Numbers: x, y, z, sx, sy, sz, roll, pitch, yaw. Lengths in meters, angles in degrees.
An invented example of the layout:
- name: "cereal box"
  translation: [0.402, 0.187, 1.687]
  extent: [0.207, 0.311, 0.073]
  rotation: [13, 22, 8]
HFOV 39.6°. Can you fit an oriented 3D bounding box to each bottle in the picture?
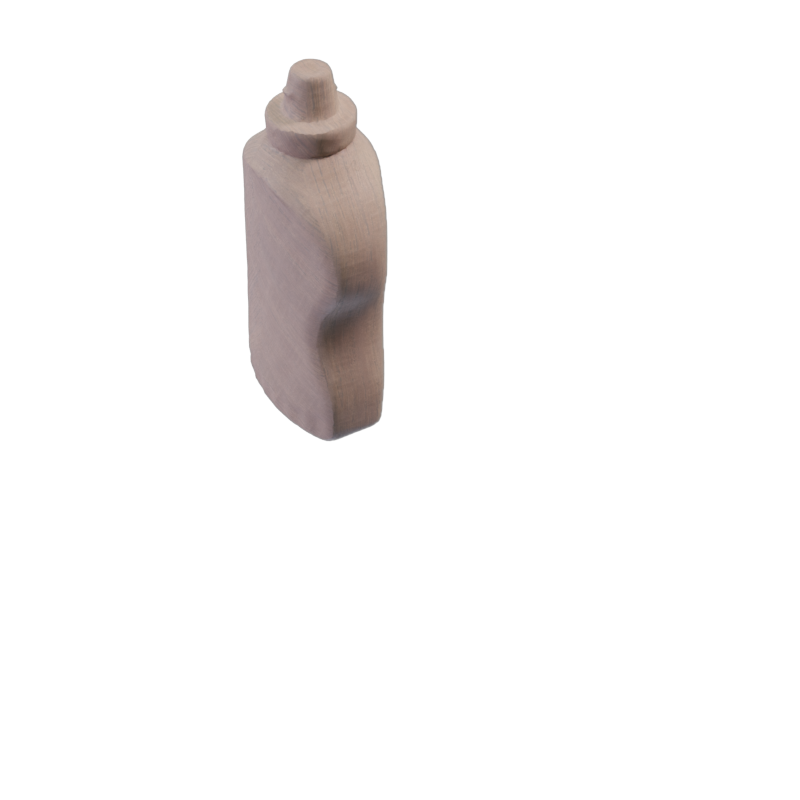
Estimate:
- name: "bottle"
  translation: [-0.042, -0.076, 0.534]
  extent: [0.058, 0.179, 0.104]
  rotation: [-17, 46, -22]
